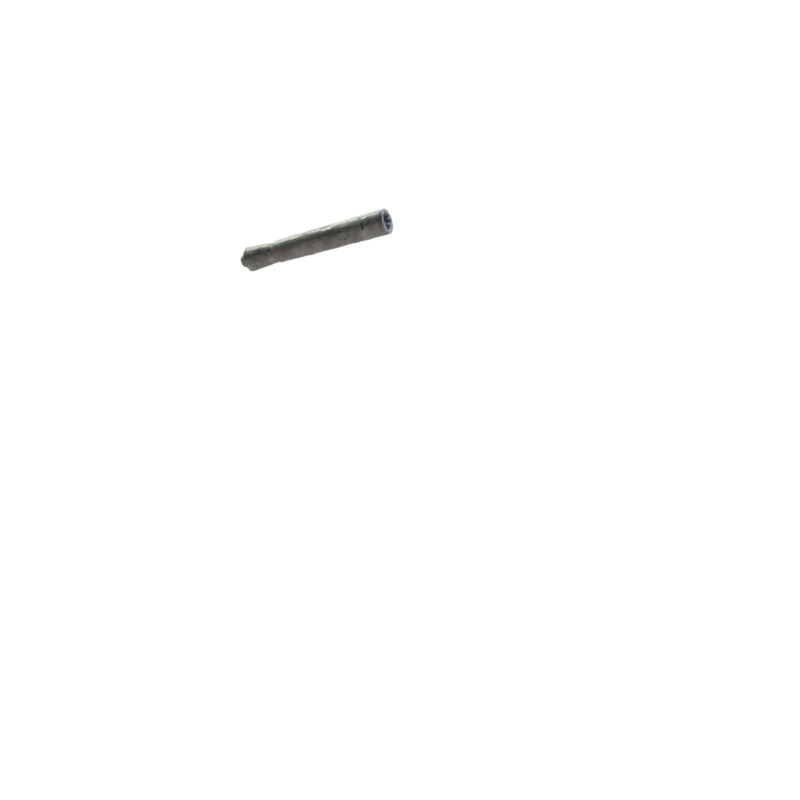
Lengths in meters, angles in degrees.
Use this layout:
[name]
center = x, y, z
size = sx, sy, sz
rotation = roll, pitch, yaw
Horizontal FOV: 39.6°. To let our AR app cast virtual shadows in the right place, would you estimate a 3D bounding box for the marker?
[marker]
center = -0.063, -0.115, 0.807
size = 0.123, 0.020, 0.019
rotation = -11, -1, 25
